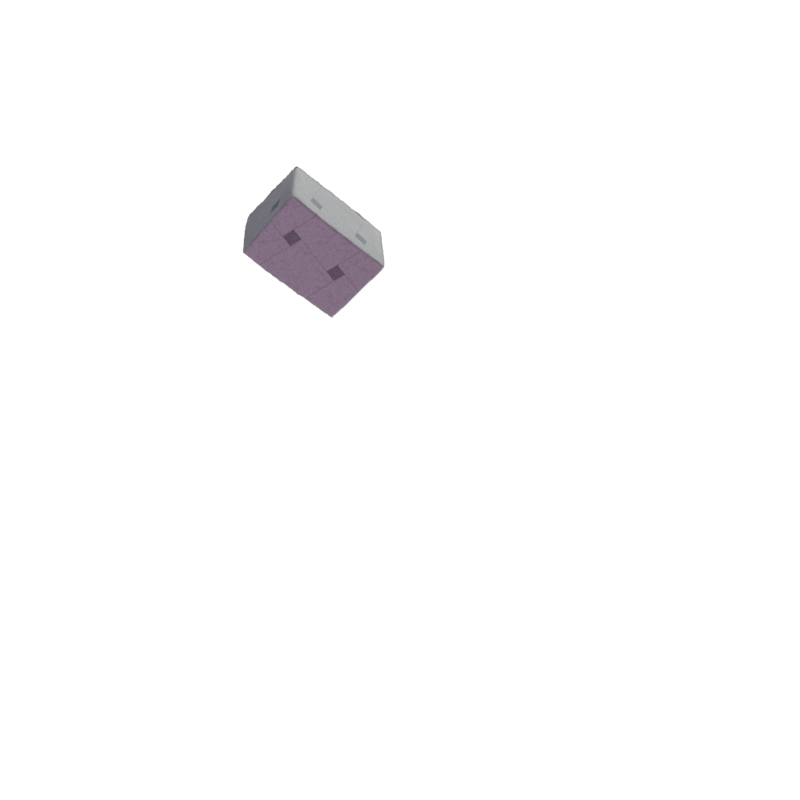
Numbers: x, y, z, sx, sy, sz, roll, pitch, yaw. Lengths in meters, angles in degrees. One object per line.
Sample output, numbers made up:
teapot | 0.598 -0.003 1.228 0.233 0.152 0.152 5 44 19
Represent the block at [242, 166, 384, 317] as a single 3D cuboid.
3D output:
block | -0.056 -0.103 0.719 0.074 0.052 0.054 37 24 -21
